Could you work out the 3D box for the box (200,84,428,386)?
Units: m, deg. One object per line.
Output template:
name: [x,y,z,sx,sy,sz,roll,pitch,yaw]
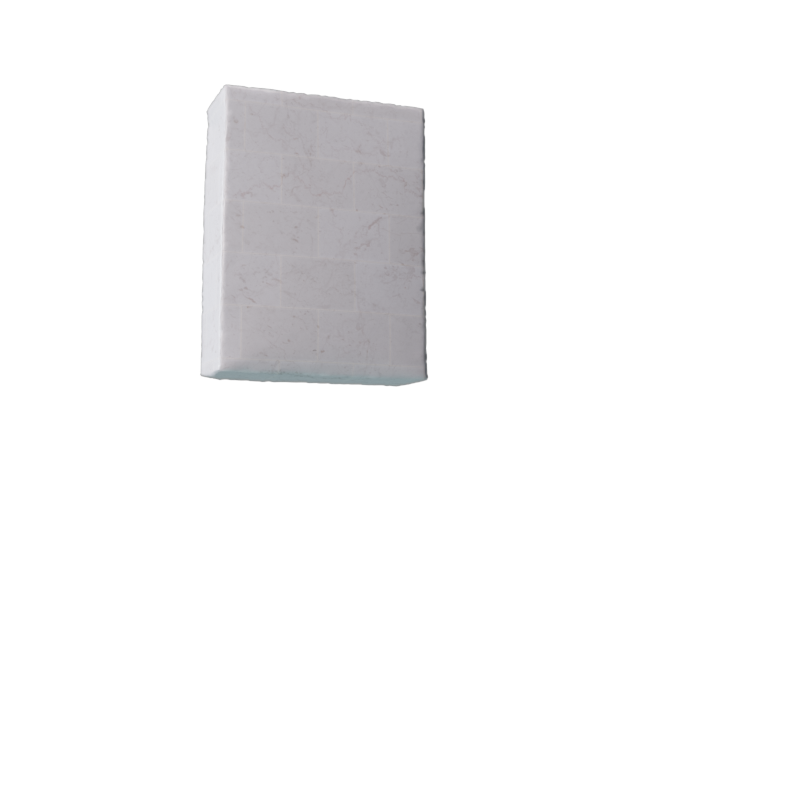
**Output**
box: [-0.066,-0.121,0.846,0.159,0.220,0.072,3,-12,-20]
